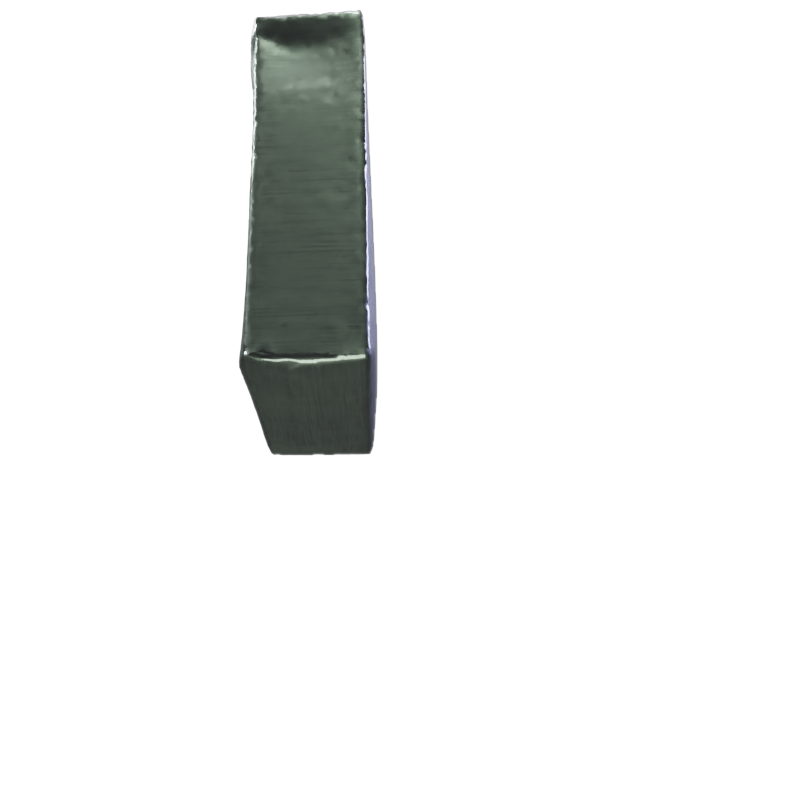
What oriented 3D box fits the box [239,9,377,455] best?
[{"bbox_3d":[-0.051,-0.093,0.652,0.072,0.226,0.155,-2,-24,0],"label":"box"}]
